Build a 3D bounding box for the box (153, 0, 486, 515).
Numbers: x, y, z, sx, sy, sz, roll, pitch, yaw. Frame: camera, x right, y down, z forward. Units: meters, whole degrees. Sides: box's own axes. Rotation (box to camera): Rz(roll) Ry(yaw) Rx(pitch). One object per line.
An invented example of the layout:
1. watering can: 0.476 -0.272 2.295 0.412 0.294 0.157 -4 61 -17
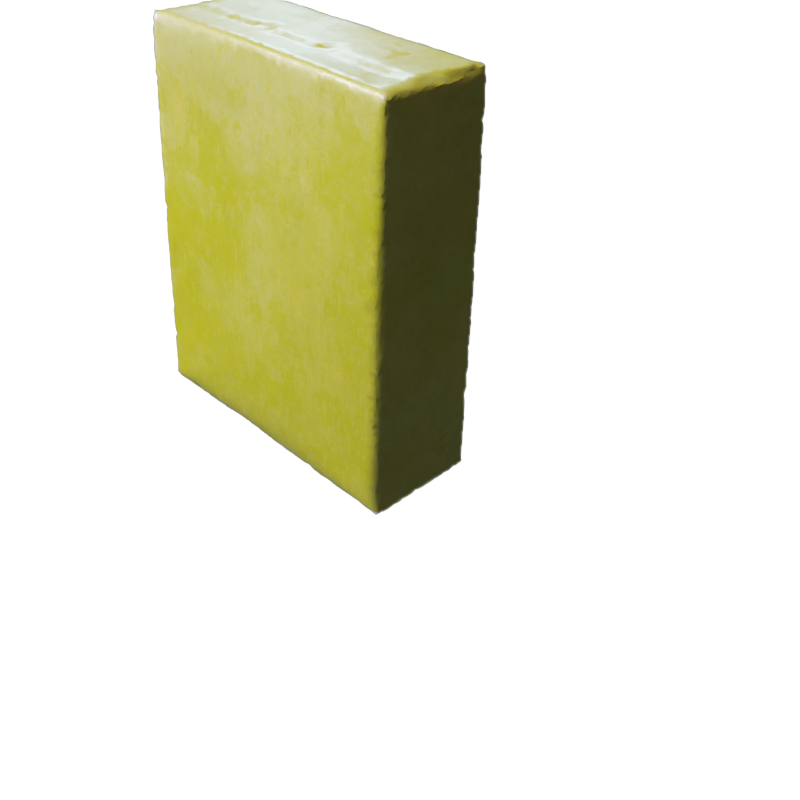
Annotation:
1. box: -0.043 -0.078 0.548 0.071 0.201 0.176 -23 39 -37
